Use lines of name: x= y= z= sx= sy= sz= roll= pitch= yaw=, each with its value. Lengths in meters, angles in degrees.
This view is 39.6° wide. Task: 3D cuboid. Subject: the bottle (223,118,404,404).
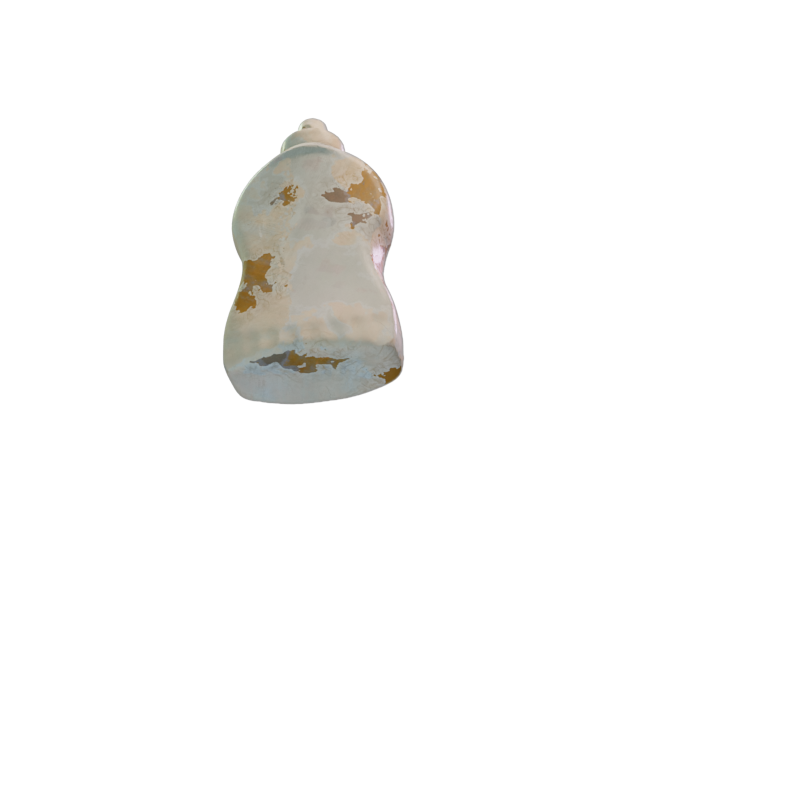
bottle: x=-0.051 y=-0.093 z=0.652 sx=0.097 sy=0.205 sz=0.054 roll=-10 pitch=-38 yaw=9
